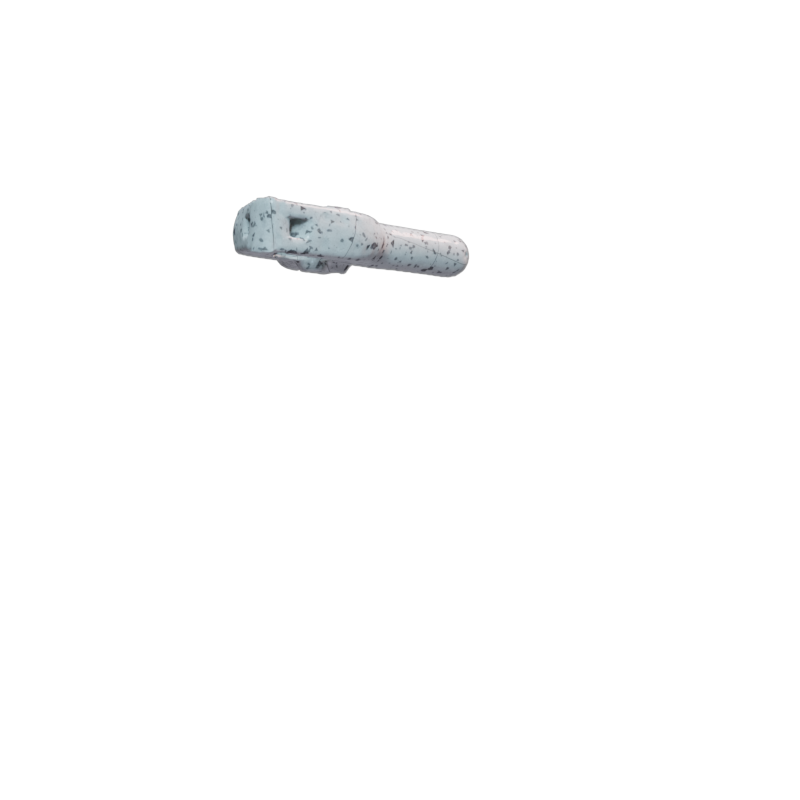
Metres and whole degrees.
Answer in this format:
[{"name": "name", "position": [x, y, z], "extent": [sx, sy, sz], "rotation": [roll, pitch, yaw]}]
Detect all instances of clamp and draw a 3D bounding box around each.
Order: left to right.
[{"name": "clamp", "position": [-0.048, -0.087, 0.609], "extent": [0.124, 0.040, 0.164], "rotation": [-1, -2, 29]}]
